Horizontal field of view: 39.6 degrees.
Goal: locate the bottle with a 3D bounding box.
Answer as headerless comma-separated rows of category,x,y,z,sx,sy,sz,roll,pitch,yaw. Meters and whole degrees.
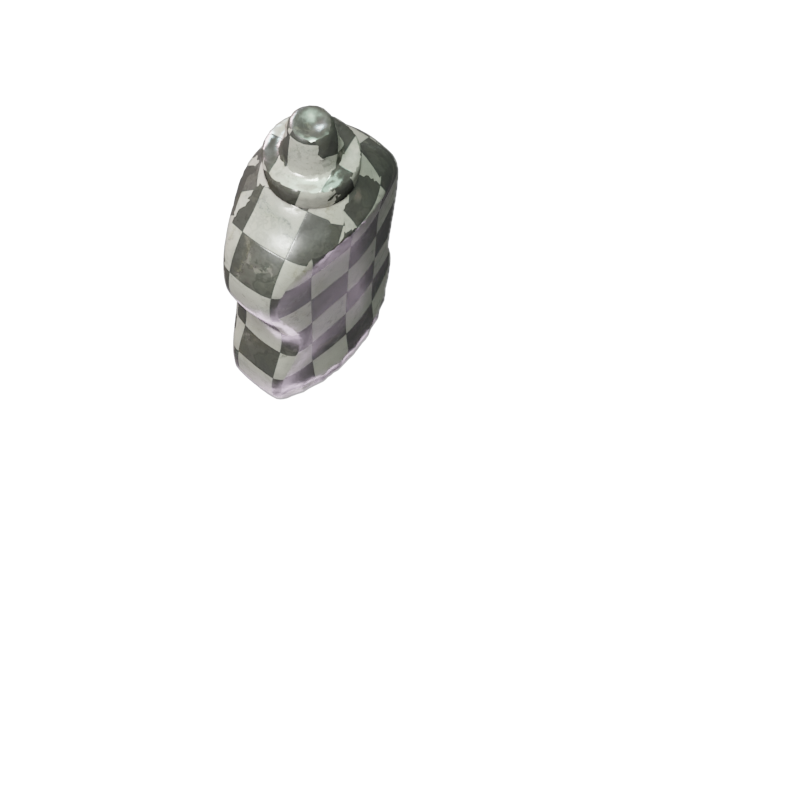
bottle,-0.041,-0.074,0.514,0.061,0.097,0.182,38,-20,11
